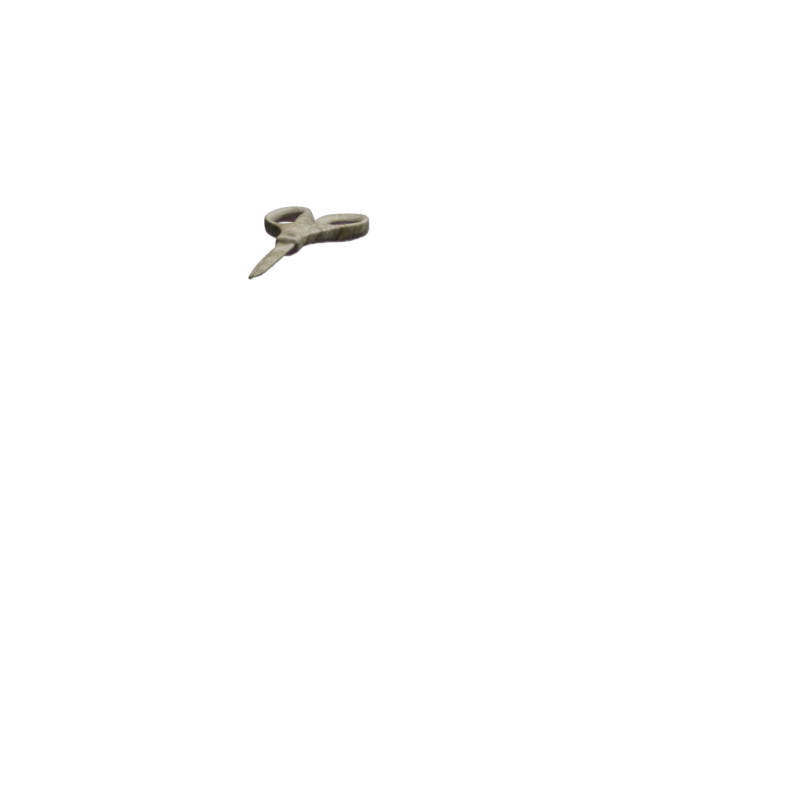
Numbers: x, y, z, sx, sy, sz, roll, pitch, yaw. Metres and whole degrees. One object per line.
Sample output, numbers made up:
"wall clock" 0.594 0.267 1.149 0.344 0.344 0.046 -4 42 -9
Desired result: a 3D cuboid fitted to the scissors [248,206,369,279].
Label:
"scissors" -0.067 -0.123 0.859 0.096 0.015 0.211 -2 22 -5
